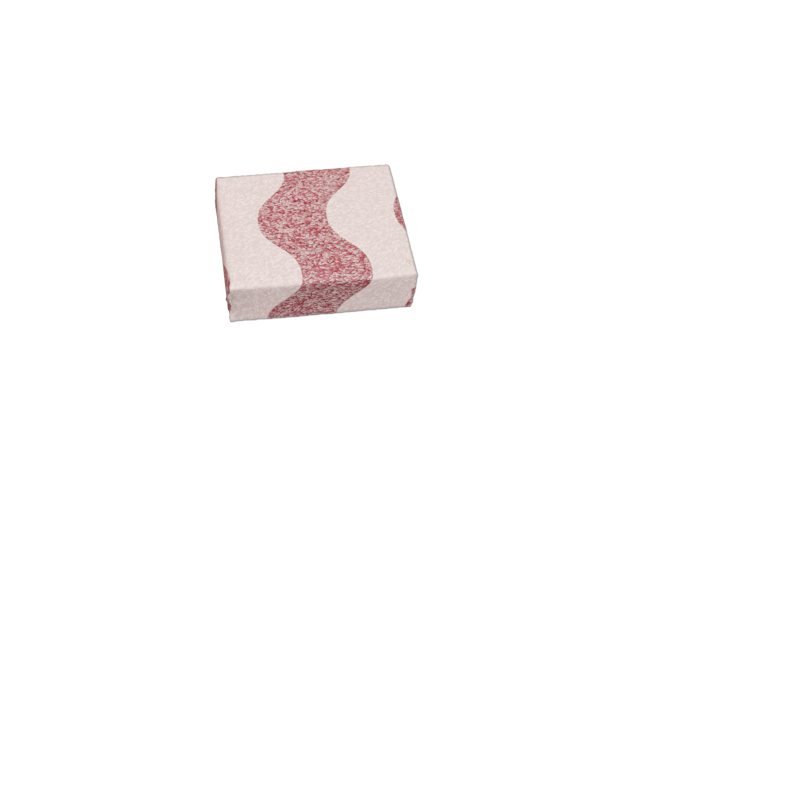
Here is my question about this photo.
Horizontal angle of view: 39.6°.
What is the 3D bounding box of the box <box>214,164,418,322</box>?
[{"bbox_3d":[-0.053,-0.096,0.672,0.113,0.097,0.036,-7,-38,-6],"label":"box"}]
